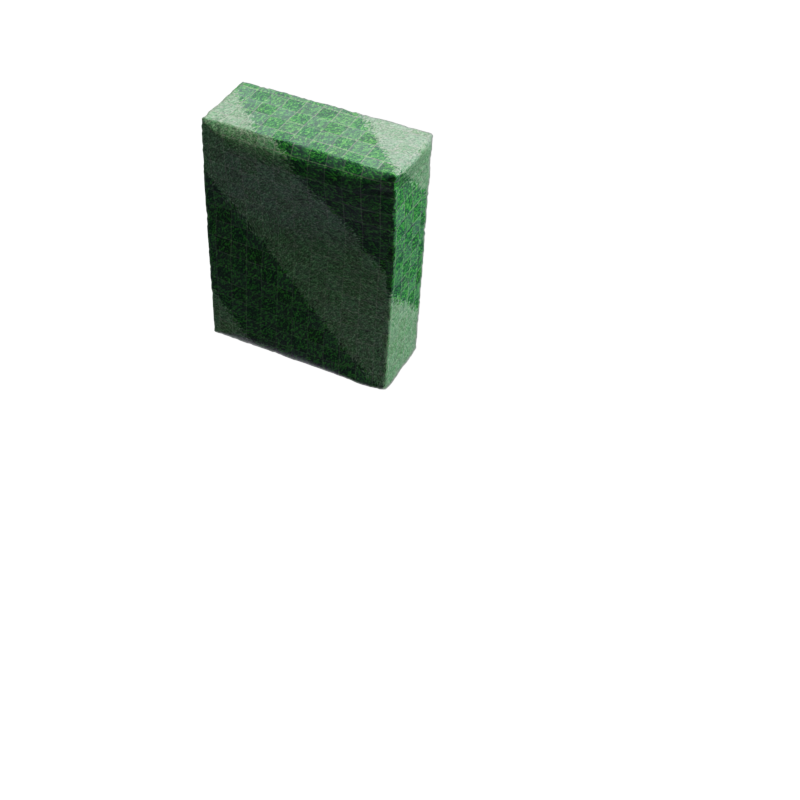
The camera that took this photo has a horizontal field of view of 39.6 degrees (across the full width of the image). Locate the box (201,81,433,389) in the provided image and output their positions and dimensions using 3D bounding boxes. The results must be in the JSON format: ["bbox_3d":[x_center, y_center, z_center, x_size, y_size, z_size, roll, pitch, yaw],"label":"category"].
[{"bbox_3d":[-0.068,-0.124,0.870,0.171,0.199,0.074,20,44,19],"label":"box"}]
